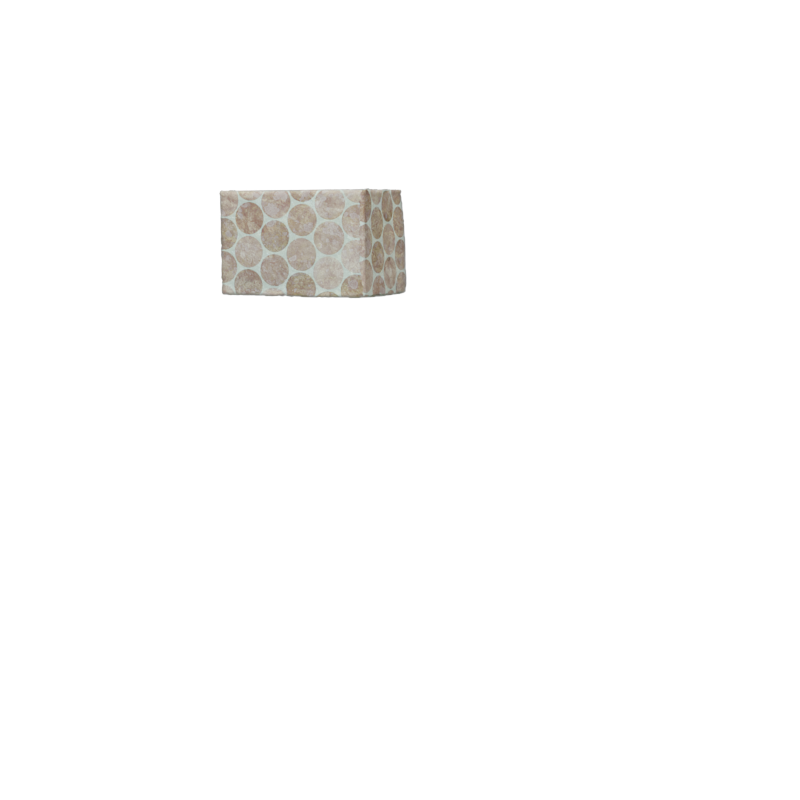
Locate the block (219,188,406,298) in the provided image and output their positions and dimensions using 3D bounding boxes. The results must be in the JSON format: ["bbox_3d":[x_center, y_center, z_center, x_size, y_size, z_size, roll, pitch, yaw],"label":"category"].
[{"bbox_3d":[-0.042,-0.077,0.539,0.080,0.051,0.052,3,6,23],"label":"block"}]
